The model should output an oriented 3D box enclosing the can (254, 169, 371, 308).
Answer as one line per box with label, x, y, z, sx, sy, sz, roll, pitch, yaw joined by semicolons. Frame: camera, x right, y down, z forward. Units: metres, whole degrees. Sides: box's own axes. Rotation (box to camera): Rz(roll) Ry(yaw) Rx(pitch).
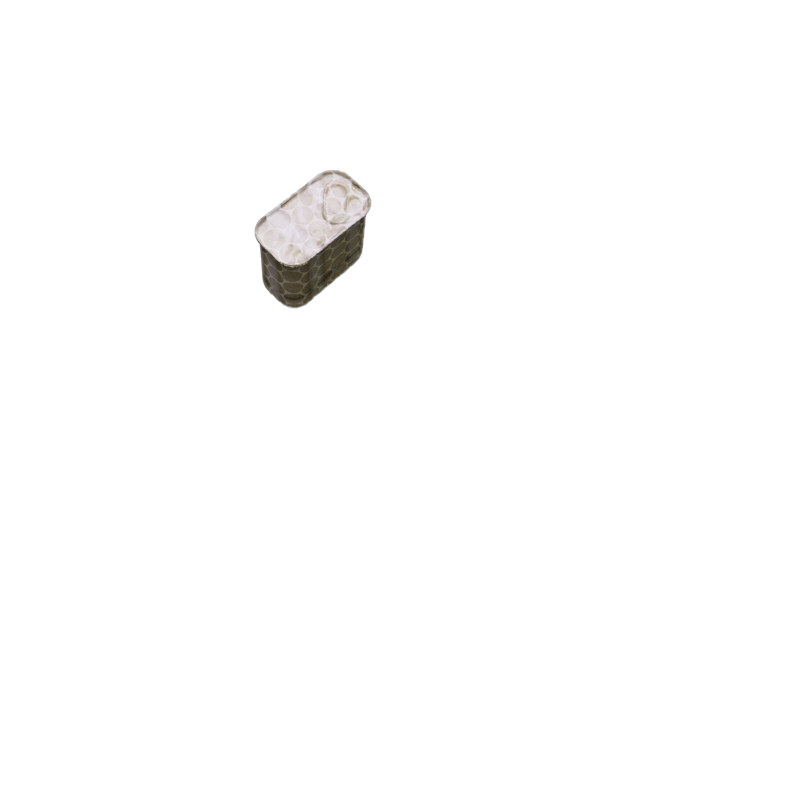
can;-0.075;-0.138;0.964;0.103;0.060;0.079;-41;-18;-20
